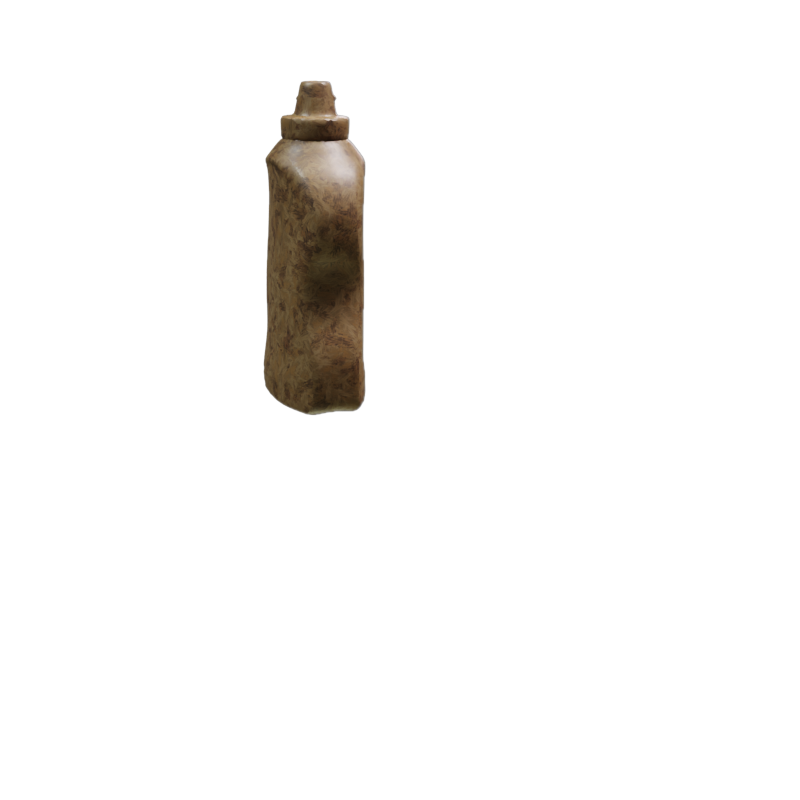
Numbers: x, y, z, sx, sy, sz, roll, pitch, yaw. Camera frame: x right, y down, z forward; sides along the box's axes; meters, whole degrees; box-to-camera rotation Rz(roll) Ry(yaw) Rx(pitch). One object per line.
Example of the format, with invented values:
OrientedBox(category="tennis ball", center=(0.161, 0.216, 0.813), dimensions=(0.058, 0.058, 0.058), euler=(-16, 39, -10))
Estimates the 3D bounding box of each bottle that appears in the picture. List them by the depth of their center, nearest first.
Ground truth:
OrientedBox(category="bottle", center=(-0.052, -0.096, 0.669), dimensions=(0.057, 0.187, 0.101), euler=(-3, 13, -17))
